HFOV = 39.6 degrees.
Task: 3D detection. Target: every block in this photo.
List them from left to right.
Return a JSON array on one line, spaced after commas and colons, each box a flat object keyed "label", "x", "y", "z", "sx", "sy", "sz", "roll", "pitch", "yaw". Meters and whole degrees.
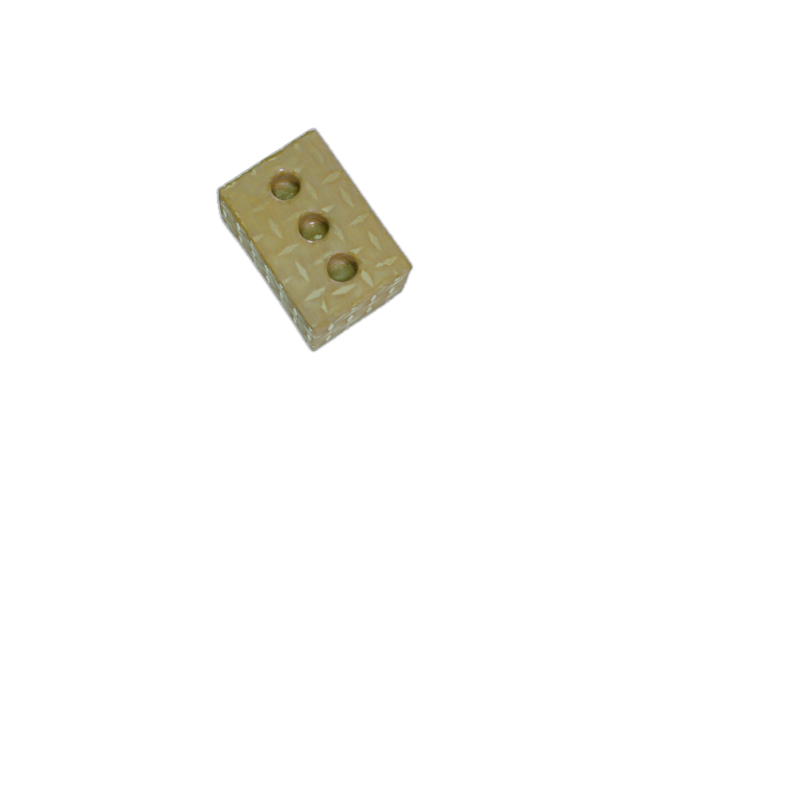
[{"label": "block", "x": -0.039, "y": -0.070, "z": 0.493, "sx": 0.053, "sy": 0.081, "sz": 0.050, "roll": -34, "pitch": -10, "yaw": -8}]
